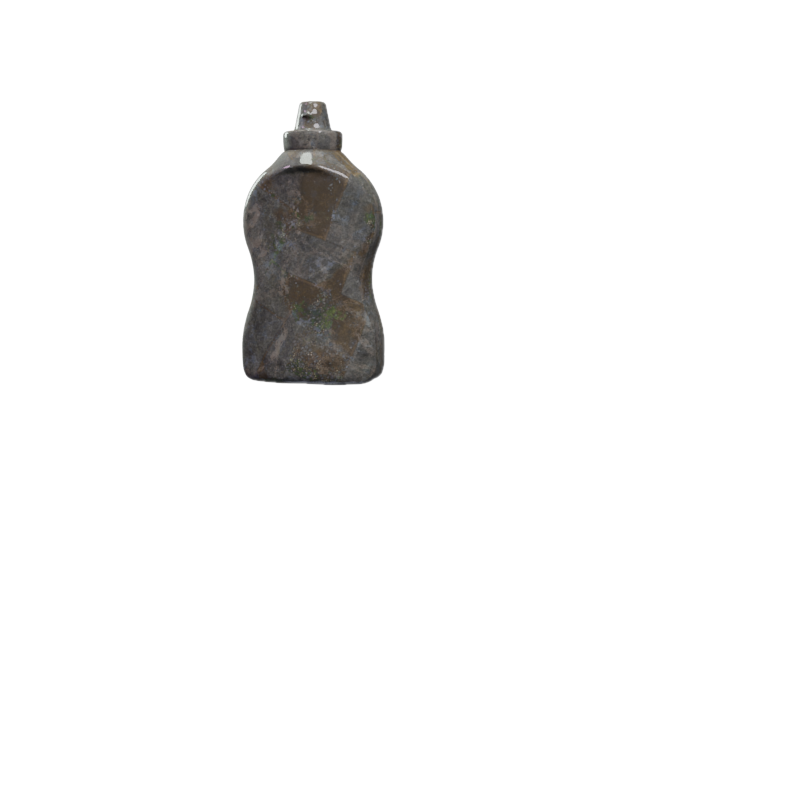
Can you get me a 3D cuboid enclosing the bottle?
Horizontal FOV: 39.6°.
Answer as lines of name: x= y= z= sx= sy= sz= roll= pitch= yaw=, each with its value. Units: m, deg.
bottle: x=-0.060 y=-0.109 z=0.764 sx=0.098 sy=0.191 sz=0.057 roll=1 pitch=1 yaw=16
